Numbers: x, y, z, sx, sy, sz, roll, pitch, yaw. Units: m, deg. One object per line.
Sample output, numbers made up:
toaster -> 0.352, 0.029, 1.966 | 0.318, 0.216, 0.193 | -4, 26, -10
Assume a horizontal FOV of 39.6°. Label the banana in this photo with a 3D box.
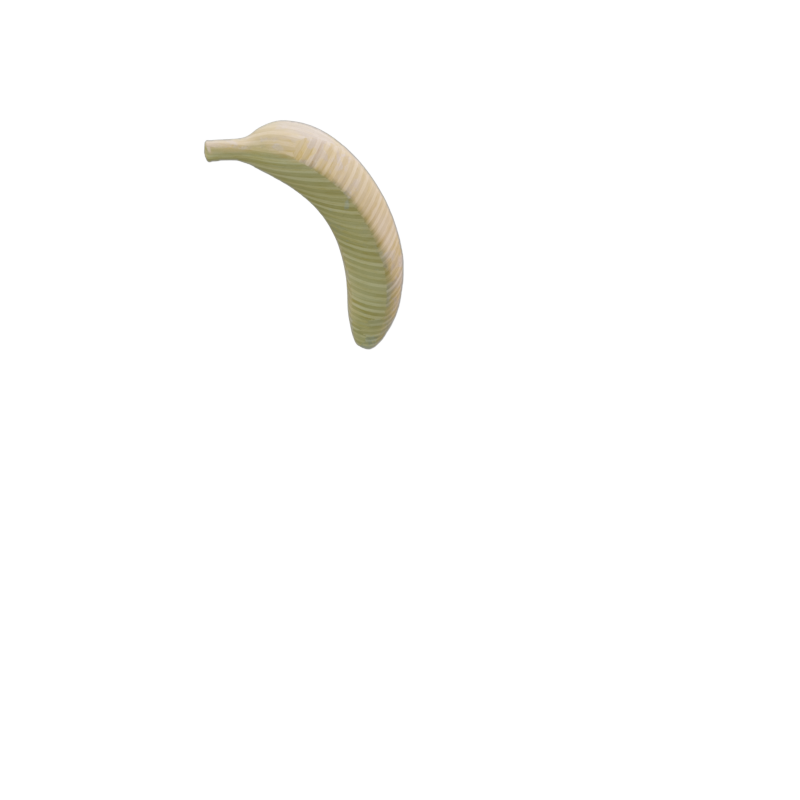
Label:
banana -> -0.038, -0.104, 0.666 | 0.070, 0.039, 0.183 | -21, -47, 20
